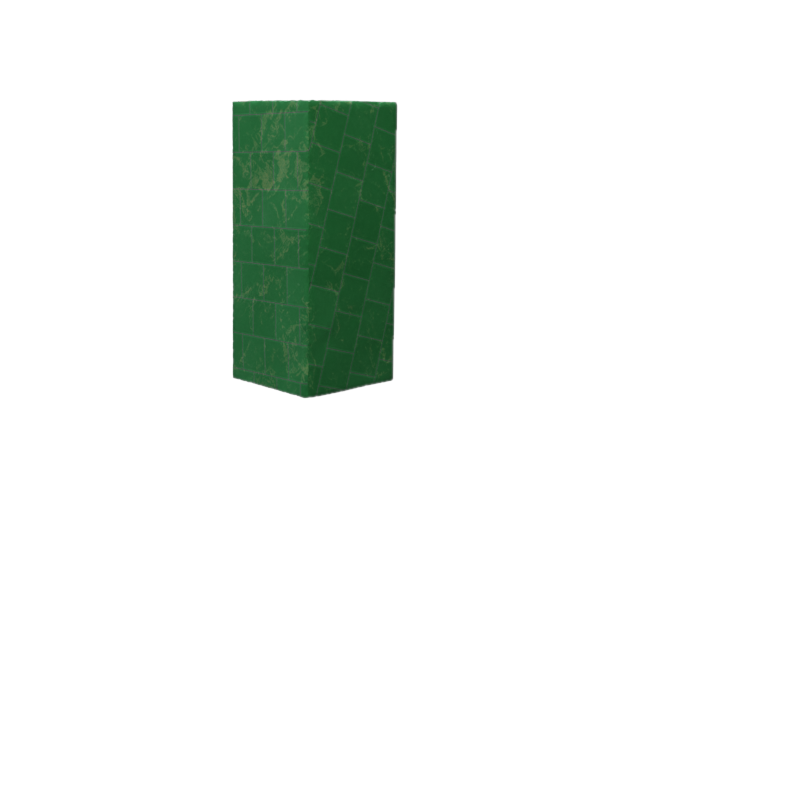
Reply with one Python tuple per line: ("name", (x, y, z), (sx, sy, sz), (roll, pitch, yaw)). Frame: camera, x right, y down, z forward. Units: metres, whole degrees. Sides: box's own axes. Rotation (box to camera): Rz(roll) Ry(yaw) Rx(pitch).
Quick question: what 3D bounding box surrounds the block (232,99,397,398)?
("block", (-0.063, -0.117, 0.817), (0.087, 0.203, 0.095), (-6, 10, -43))
